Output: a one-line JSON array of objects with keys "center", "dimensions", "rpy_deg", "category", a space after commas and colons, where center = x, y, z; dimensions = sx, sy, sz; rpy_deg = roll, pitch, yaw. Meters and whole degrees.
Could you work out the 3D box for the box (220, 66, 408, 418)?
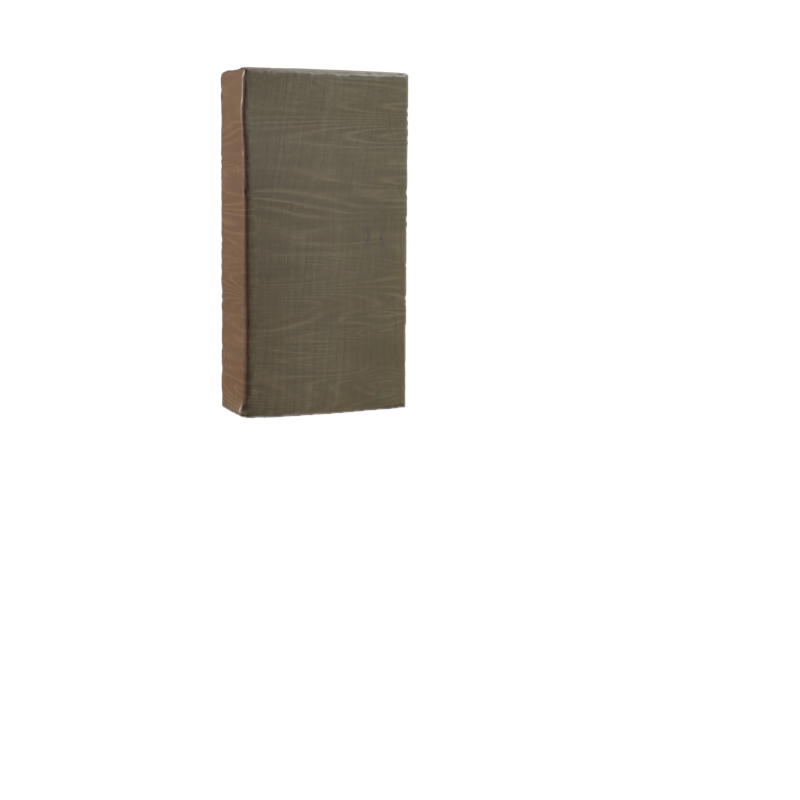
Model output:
[{"center": [-0.045, -0.082, 0.577], "dimensions": [0.091, 0.175, 0.050], "rpy_deg": [-2, 3, -24], "category": "box"}]
